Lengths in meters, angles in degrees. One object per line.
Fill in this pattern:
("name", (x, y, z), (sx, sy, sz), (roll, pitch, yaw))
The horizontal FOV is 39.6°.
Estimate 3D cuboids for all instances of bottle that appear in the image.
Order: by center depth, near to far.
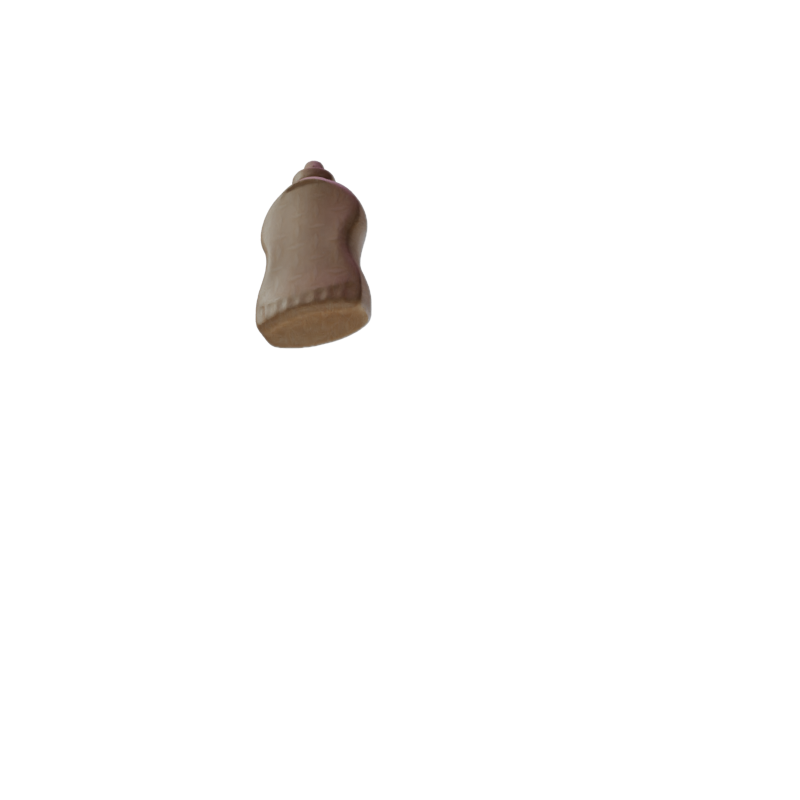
("bottle", (-0.077, -0.140, 0.980), (0.097, 0.206, 0.054), (-16, -40, 16))
